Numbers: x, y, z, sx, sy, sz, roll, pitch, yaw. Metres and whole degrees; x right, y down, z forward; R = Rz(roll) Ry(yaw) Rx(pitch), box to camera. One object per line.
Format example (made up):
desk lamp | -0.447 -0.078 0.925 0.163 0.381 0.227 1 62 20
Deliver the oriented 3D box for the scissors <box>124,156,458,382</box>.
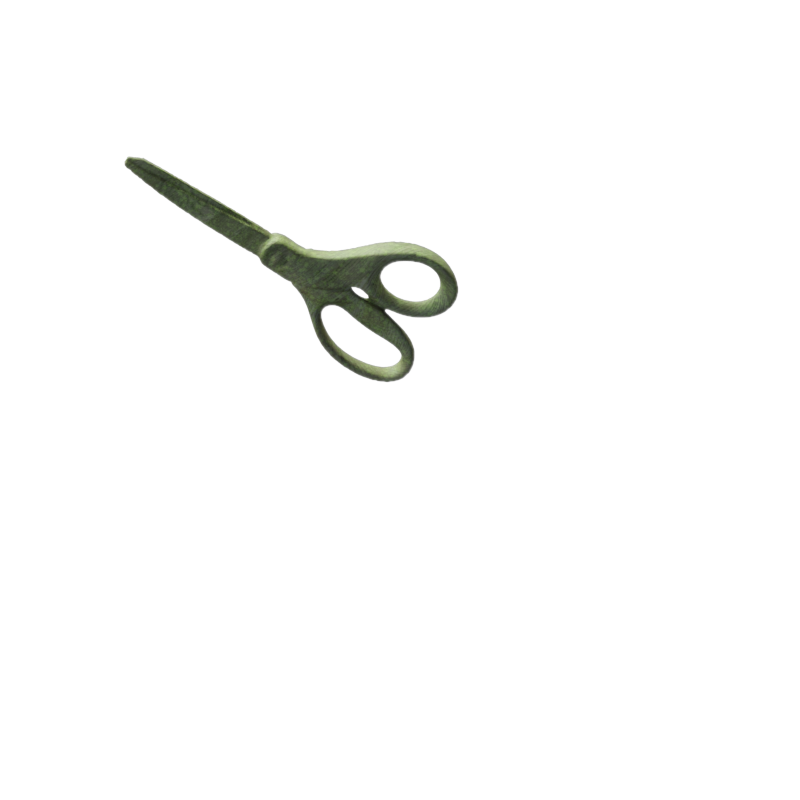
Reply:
scissors | -0.048 -0.087 0.609 0.096 0.191 0.017 -35 24 18
